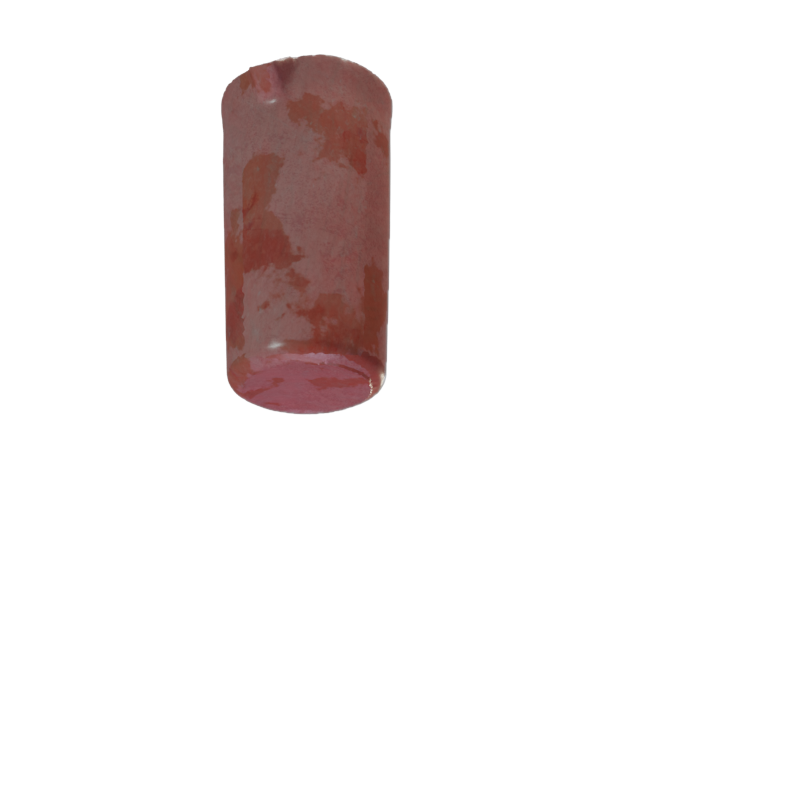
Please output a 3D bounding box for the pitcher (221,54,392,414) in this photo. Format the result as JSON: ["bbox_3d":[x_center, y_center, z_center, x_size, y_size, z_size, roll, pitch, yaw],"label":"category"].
[{"bbox_3d":[-0.063,-0.116,0.811,0.144,0.258,0.142,11,-30,-23],"label":"pitcher"}]
